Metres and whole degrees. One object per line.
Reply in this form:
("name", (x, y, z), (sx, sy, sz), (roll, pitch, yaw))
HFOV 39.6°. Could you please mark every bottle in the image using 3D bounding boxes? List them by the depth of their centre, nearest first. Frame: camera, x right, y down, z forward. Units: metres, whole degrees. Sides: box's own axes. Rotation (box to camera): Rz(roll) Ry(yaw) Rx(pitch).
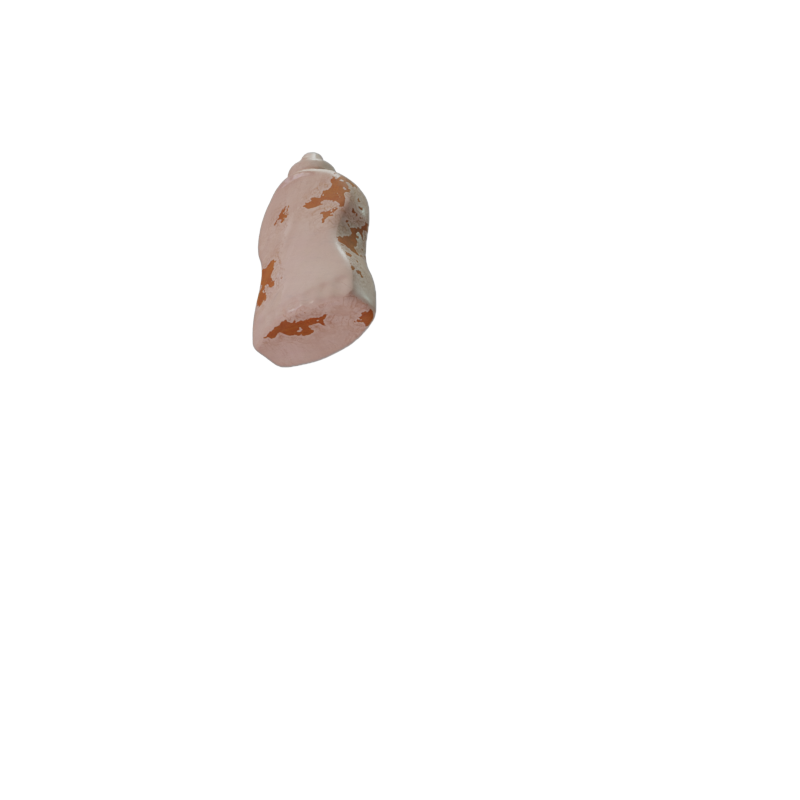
("bottle", (-0.068, -0.123, 0.860), (0.096, 0.206, 0.054), (-29, -47, 27))
